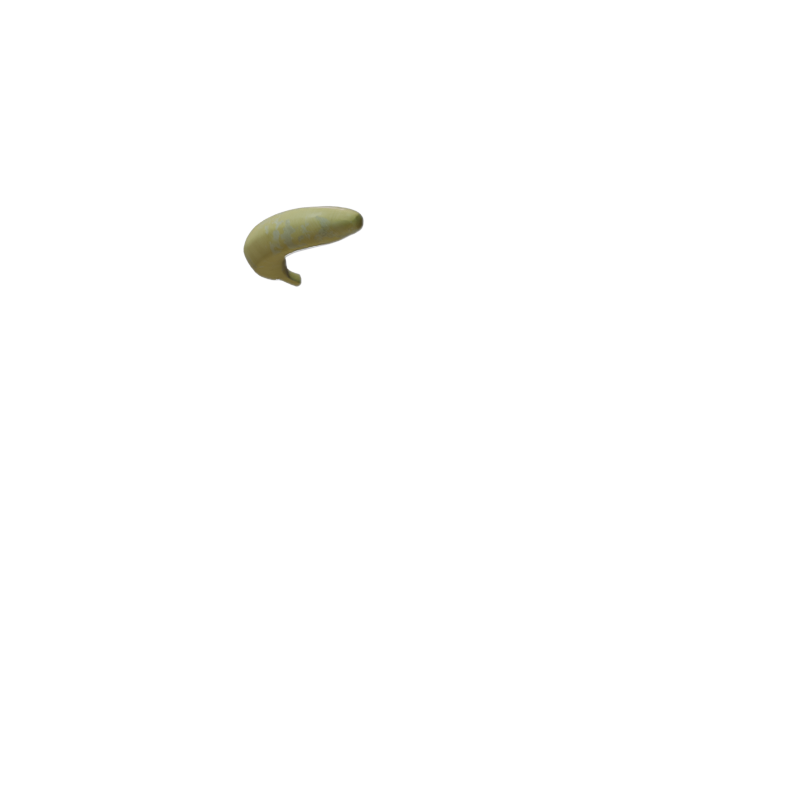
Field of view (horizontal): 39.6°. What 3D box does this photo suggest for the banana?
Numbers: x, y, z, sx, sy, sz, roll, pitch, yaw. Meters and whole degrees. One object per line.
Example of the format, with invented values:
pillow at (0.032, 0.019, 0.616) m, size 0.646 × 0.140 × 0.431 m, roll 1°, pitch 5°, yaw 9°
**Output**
banana at (-0.093, -0.135, 0.942) m, size 0.068 × 0.038 × 0.197 m, roll 3°, pitch -7°, yaw -19°
